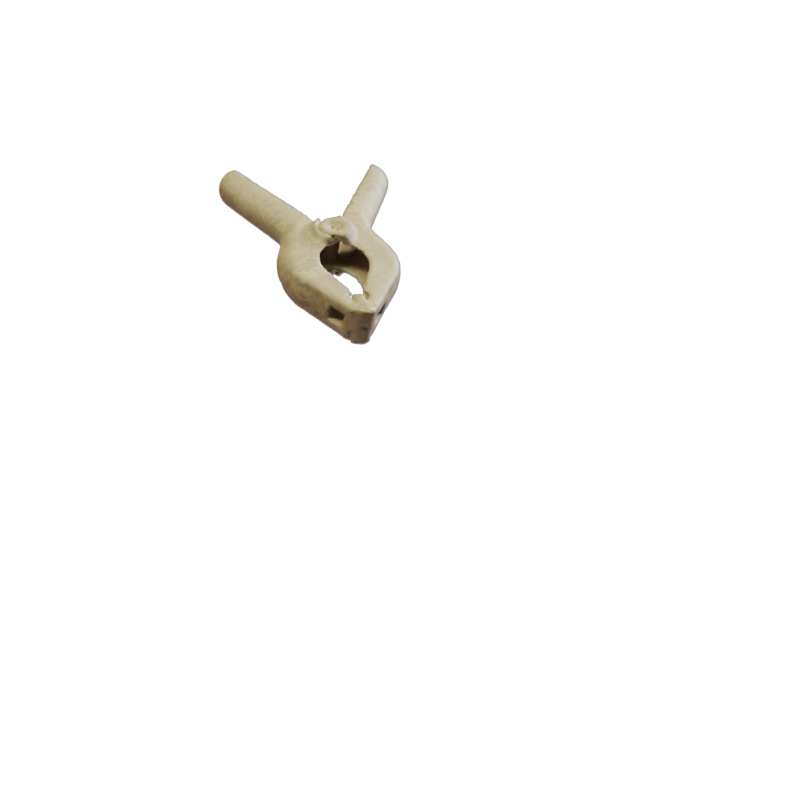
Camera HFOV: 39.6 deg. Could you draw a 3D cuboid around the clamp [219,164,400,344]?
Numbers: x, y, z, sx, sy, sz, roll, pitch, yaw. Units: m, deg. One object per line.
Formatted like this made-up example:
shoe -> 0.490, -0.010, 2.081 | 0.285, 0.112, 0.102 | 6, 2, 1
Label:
clamp -> -0.057, -0.104, 0.728 | 0.119, 0.037, 0.185 | -5, 40, -6
